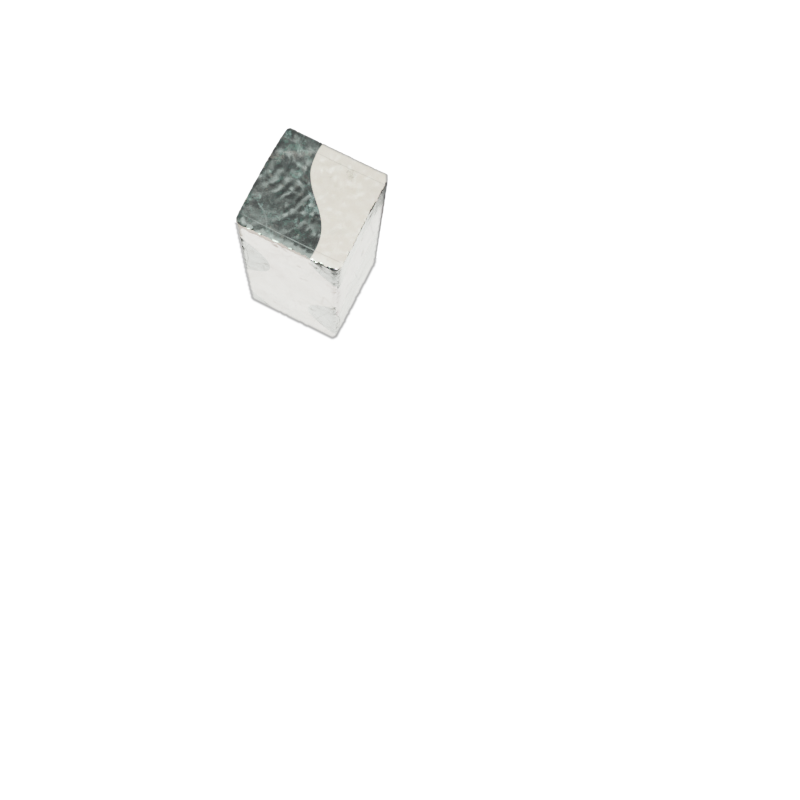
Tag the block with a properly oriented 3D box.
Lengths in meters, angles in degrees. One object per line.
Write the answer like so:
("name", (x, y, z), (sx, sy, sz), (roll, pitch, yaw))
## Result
("block", (-0.074, -0.133, 0.933), (0.092, 0.092, 0.199), (27, -13, 2))
